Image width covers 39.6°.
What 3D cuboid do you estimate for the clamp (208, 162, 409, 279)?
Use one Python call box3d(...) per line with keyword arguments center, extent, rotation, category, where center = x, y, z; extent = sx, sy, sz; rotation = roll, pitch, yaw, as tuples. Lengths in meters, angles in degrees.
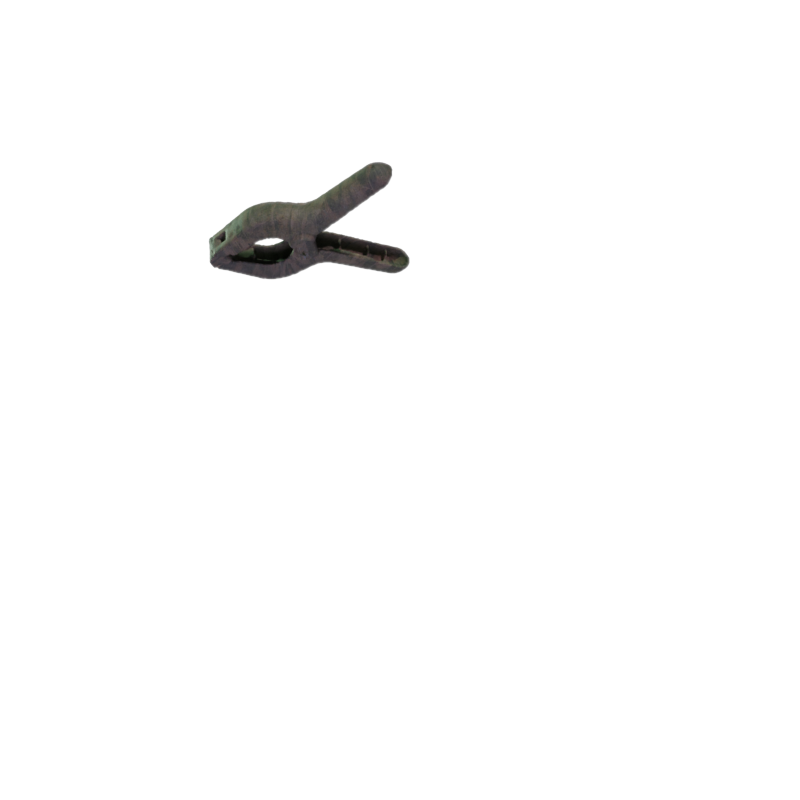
box3d(center=(-0.074, -0.135, 0.943), extent=(0.173, 0.042, 0.111), rotation=(-14, -48, 12), category="clamp")
